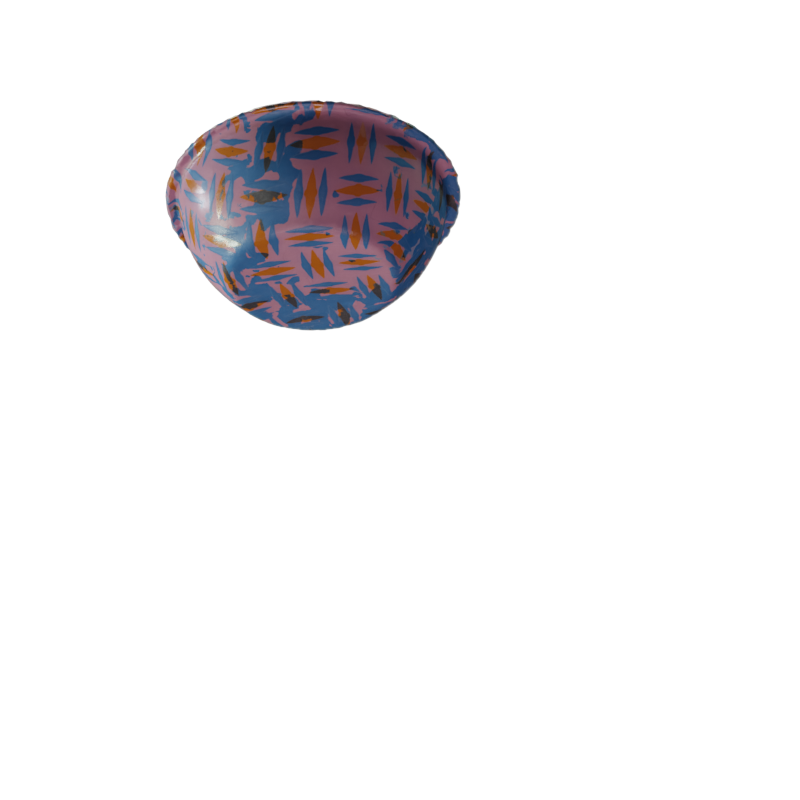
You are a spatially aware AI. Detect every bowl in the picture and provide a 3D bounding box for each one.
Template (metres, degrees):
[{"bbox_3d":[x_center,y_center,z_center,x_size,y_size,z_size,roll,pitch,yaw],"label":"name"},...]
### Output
[{"bbox_3d":[-0.047,-0.085,0.595,0.162,0.059,0.152,1,-33,-2],"label":"bowl"}]
